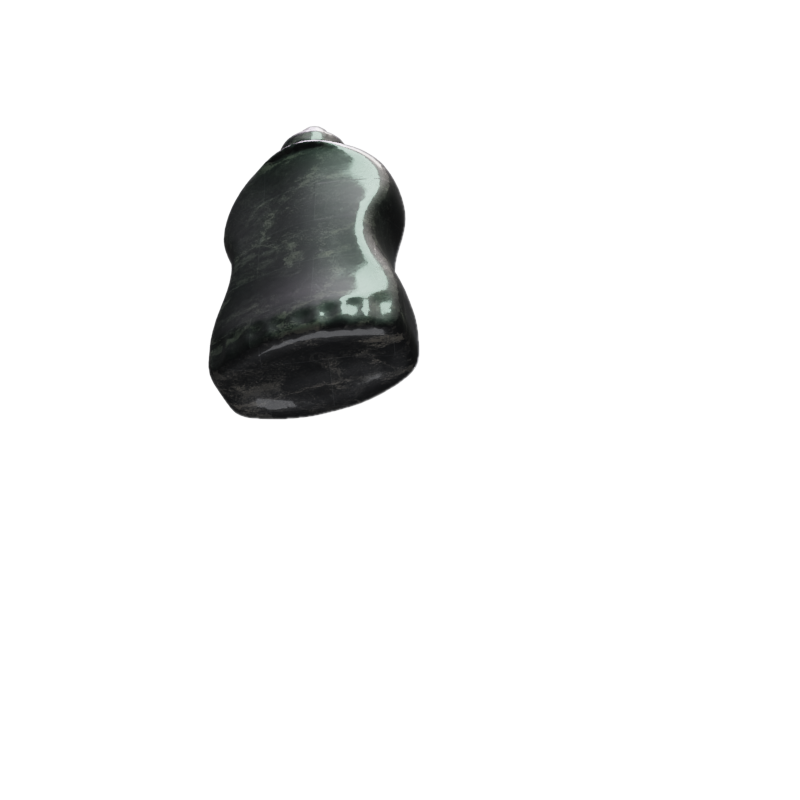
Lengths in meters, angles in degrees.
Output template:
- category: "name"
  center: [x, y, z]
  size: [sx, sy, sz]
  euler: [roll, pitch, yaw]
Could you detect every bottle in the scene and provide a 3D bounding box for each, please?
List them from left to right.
- category: "bottle"
  center: [-0.045, -0.082, 0.574]
  size: [0.097, 0.206, 0.054]
  euler: [-17, -47, 13]
